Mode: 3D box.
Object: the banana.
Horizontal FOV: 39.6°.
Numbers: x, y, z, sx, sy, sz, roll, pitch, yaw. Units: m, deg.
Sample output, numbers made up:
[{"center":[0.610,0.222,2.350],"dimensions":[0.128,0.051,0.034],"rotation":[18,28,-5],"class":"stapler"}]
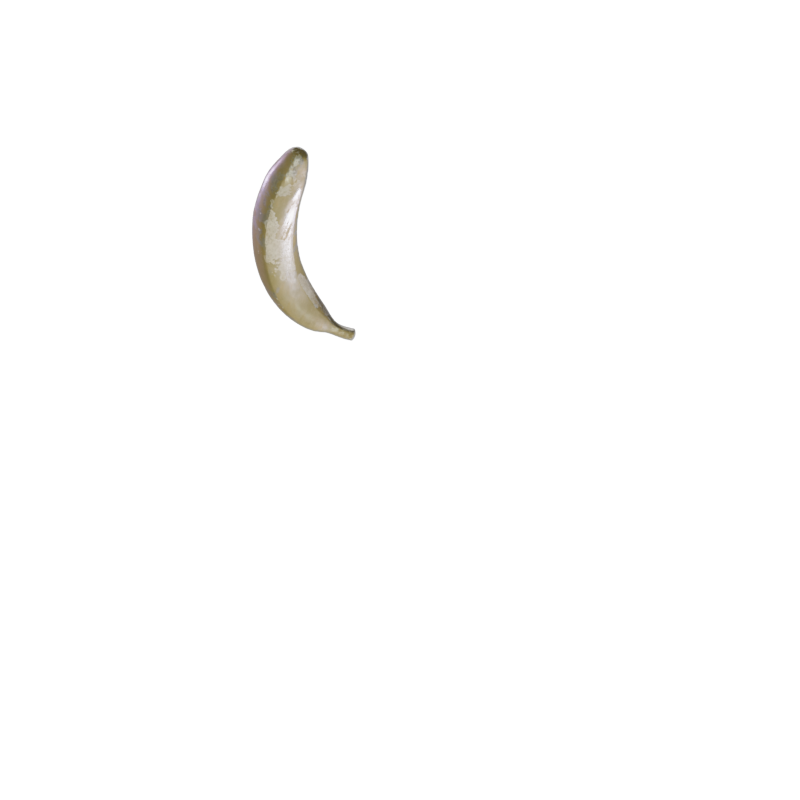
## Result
[{"center":[-0.090,-0.127,0.935],"dimensions":[0.070,0.183,0.039],"rotation":[-10,39,7],"class":"banana"}]
